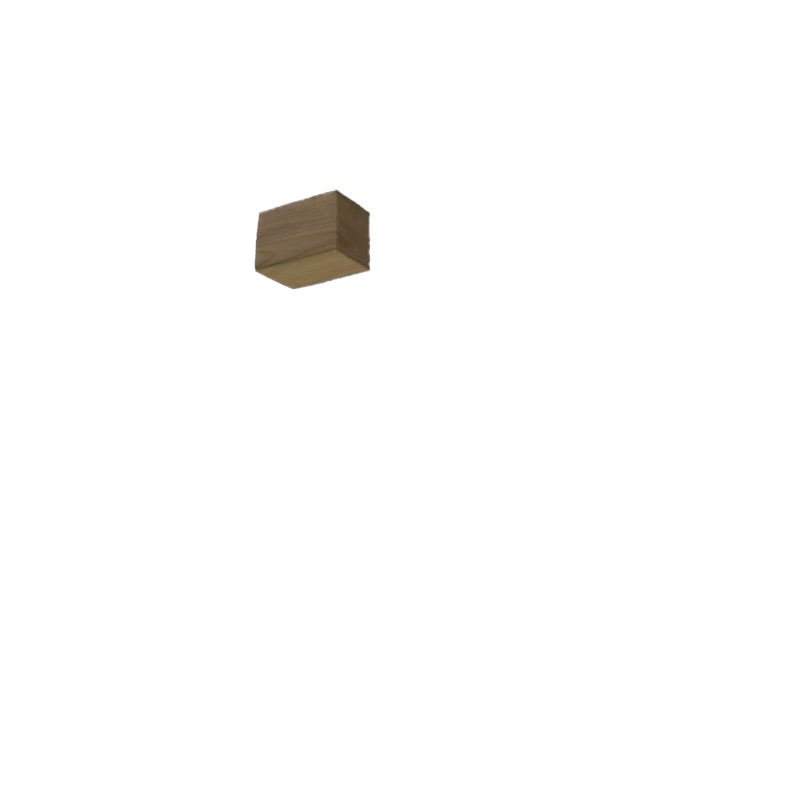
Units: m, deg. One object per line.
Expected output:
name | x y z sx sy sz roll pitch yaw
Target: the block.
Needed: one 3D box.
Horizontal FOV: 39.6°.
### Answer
block | -0.069 -0.126 0.879 0.079 0.054 0.049 -11 -22 29
